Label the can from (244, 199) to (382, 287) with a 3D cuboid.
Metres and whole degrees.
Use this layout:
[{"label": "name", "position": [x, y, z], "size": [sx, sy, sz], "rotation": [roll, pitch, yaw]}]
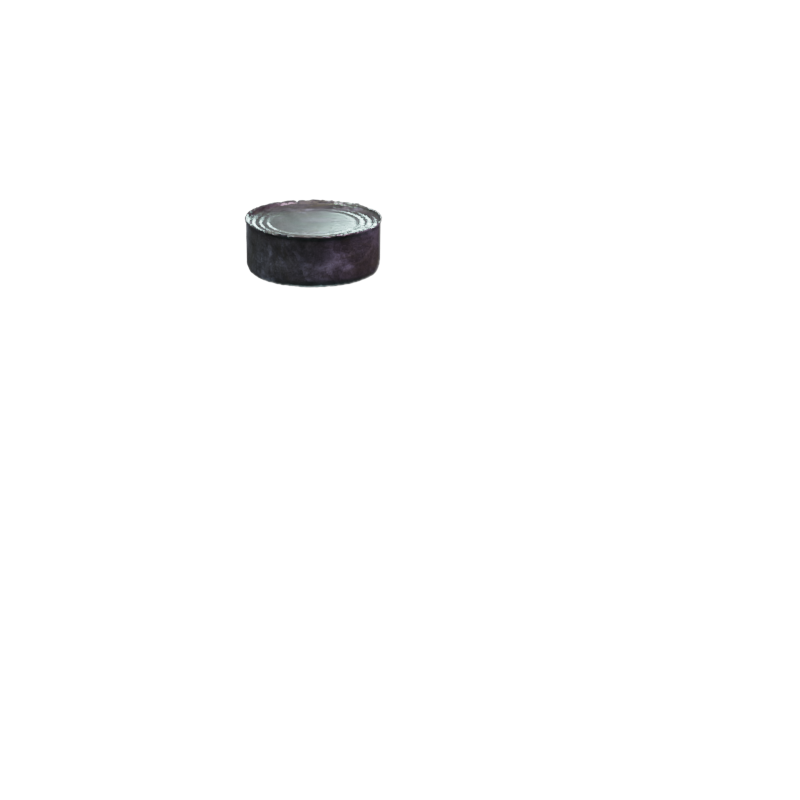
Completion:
[{"label": "can", "position": [-0.055, -0.100, 0.698], "size": [0.086, 0.032, 0.090], "rotation": [-1, 23, -2]}]
